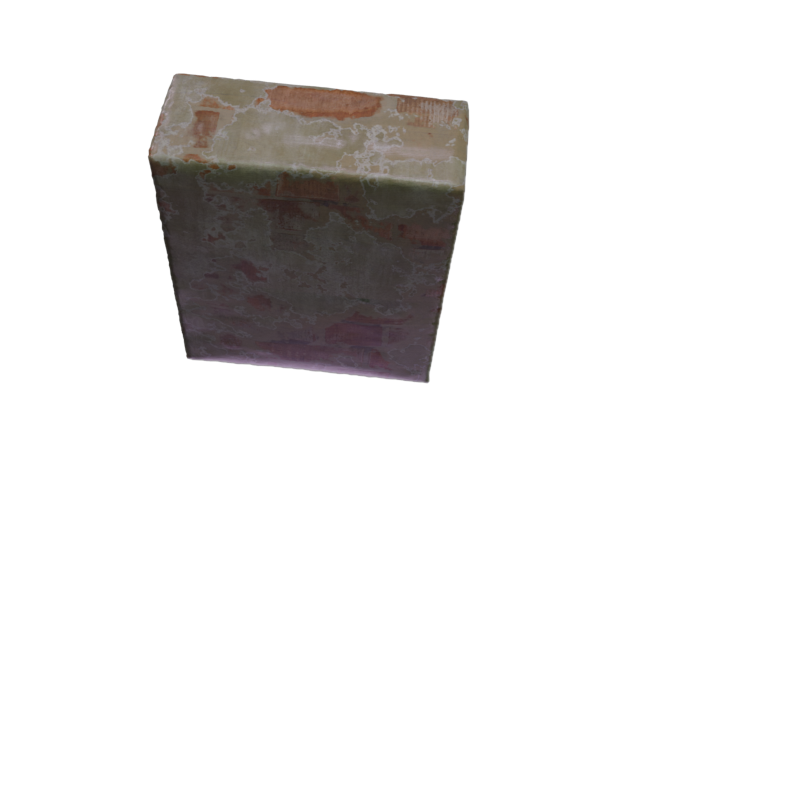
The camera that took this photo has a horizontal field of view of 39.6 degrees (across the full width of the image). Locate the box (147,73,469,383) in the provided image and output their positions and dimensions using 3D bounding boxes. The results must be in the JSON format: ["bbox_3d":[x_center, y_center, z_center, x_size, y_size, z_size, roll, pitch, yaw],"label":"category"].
[{"bbox_3d":[-0.052,-0.094,0.661,0.165,0.076,0.201,7,-30,1],"label":"box"}]
